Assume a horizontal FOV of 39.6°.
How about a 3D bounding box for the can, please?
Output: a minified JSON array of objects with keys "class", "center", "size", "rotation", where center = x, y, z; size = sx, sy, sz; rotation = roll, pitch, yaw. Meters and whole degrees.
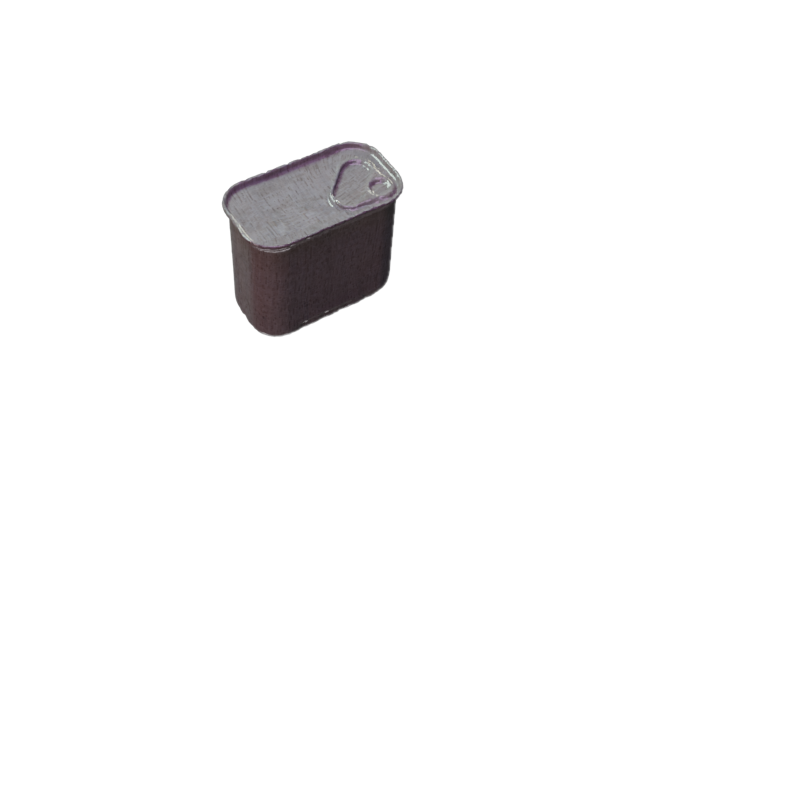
[{"class":"can","center":[-0.051,-0.094,0.658],"size":[0.101,0.062,0.078],"rotation":[-26,-34,-21]}]
